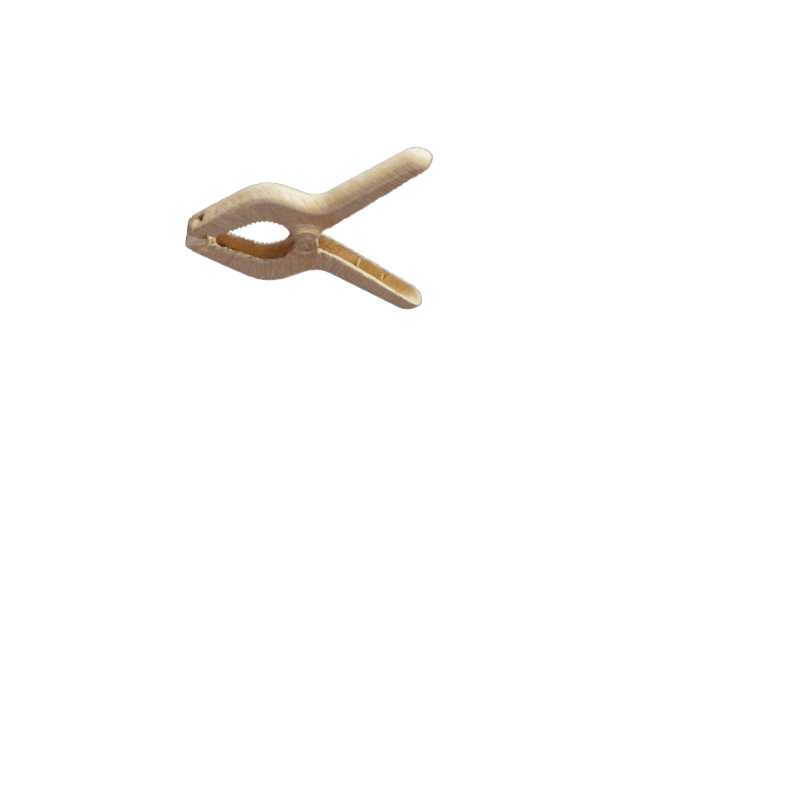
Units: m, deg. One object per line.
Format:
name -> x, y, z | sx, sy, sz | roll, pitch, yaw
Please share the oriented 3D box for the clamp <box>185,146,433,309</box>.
clamp -> -0.073, -0.134, 0.936 | 0.211, 0.153, 0.039 | -5, 41, 4
